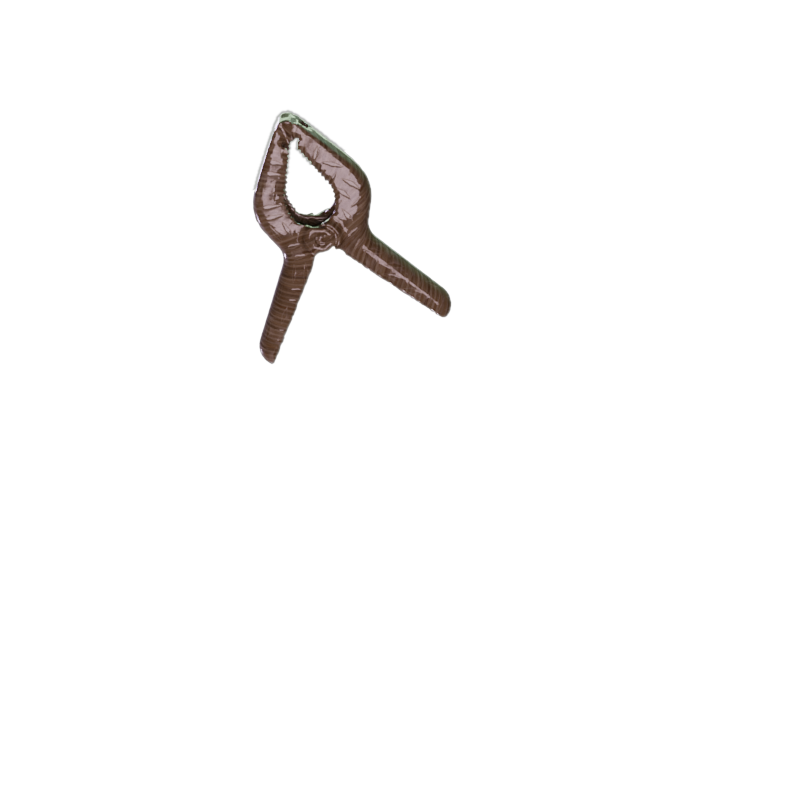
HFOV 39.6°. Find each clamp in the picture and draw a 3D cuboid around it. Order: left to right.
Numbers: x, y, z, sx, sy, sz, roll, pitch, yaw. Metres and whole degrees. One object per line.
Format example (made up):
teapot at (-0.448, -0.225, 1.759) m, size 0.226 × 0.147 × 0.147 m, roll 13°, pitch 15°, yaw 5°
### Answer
clamp at (-0.070, -0.128, 0.898) m, size 0.165 × 0.199 × 0.038 m, roll -22°, pitch 22°, yaw 9°
